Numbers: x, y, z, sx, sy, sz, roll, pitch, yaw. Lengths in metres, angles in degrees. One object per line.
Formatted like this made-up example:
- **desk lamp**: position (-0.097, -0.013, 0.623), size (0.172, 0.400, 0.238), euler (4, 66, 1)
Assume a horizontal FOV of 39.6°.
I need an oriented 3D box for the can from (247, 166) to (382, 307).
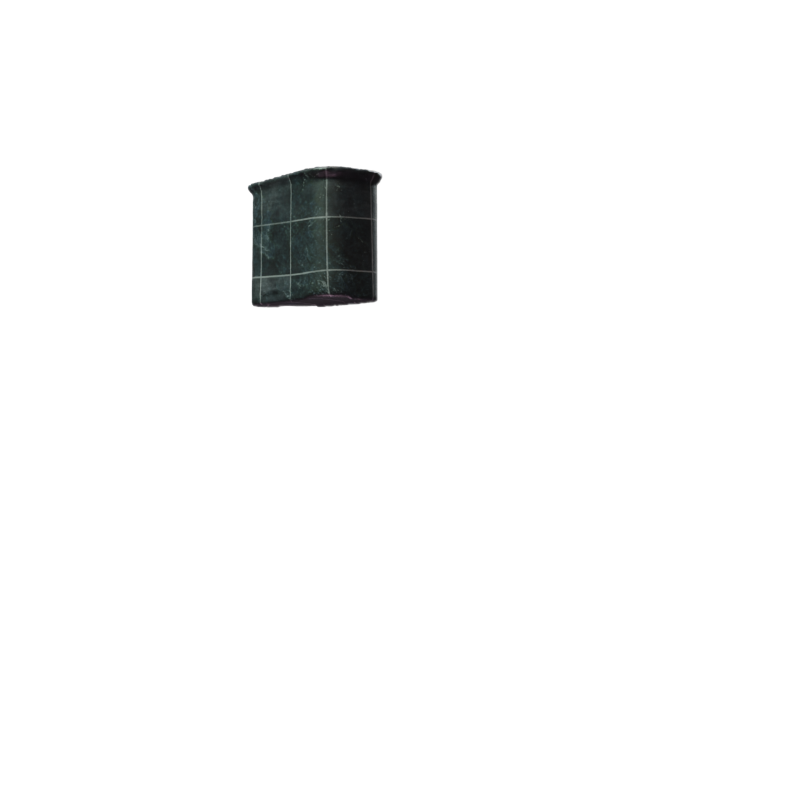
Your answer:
- **can**: position (-0.058, -0.106, 0.740), size (0.055, 0.085, 0.105), euler (3, -4, -38)
